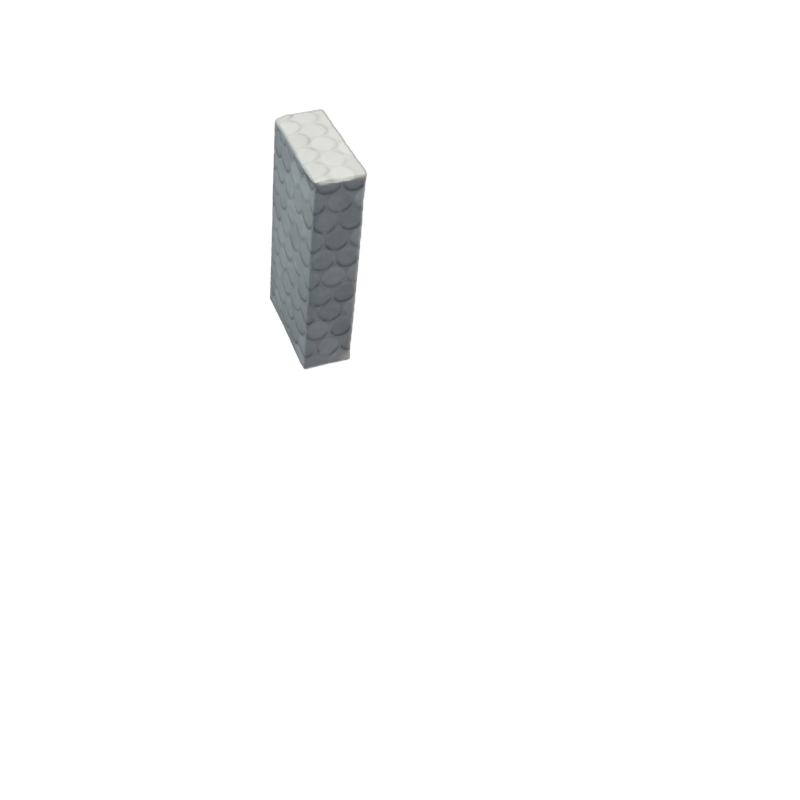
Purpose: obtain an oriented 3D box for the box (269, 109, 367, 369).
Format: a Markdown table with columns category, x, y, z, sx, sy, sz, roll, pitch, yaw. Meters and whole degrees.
| category | x | y | z | sx | sy | sz | roll | pitch | yaw |
| --- | --- | --- | --- | --- | --- | --- | --- | --- | --- |
| box | -0.066 | -0.119 | 0.835 | 0.047 | 0.164 | 0.101 | -12 | 43 | -18 |
